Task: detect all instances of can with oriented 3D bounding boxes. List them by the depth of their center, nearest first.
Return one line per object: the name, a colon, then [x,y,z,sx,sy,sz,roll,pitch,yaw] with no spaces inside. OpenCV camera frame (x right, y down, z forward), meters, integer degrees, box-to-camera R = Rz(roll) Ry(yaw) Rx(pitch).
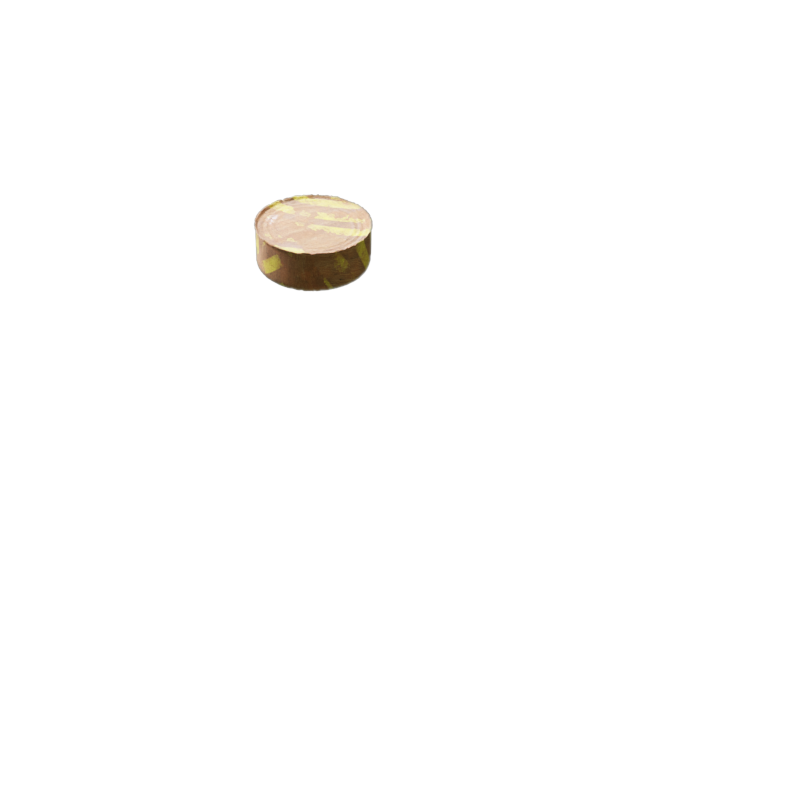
can: [-0.063,-0.115,0.808,0.086,0.031,0.092,-1,36,-2]
